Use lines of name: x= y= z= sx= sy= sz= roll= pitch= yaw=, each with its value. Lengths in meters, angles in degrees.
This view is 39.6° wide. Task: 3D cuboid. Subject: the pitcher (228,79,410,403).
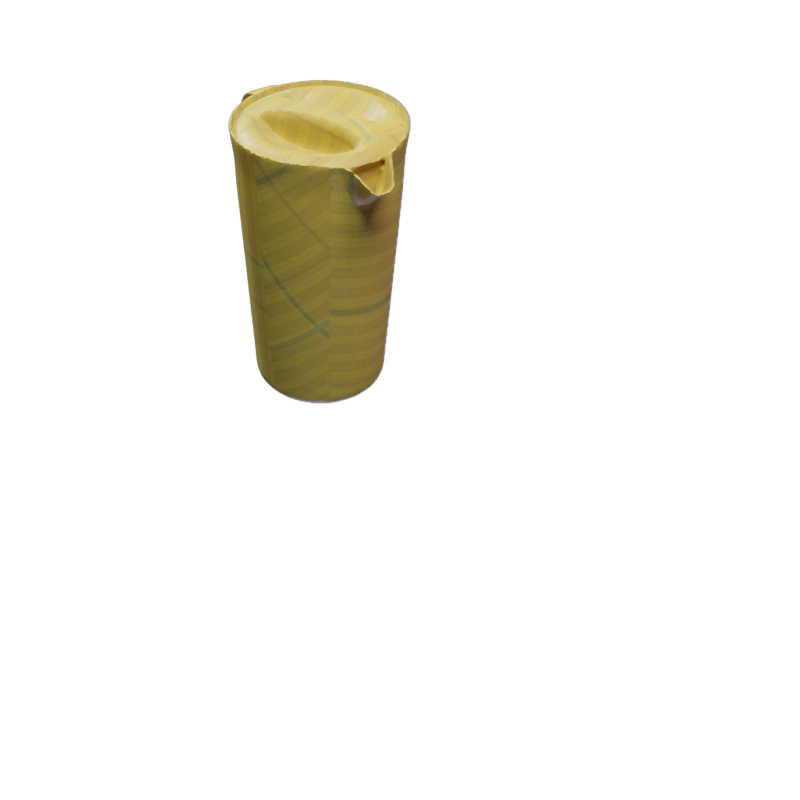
pitcher: x=-0.069 y=-0.125 z=0.879 sx=0.147 sy=0.227 sz=0.158 roll=7 pitch=38 yaw=6
